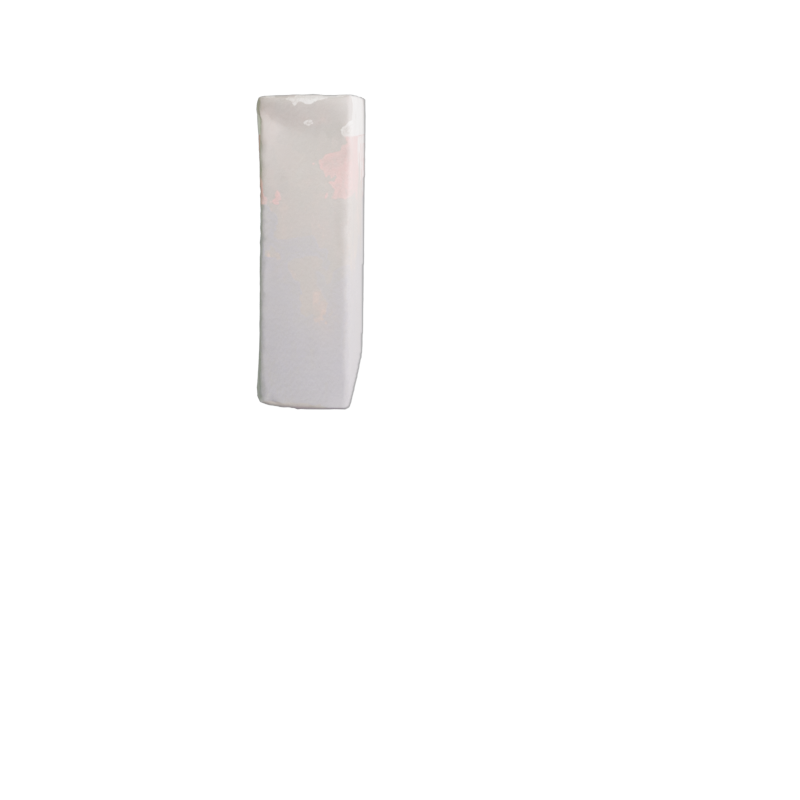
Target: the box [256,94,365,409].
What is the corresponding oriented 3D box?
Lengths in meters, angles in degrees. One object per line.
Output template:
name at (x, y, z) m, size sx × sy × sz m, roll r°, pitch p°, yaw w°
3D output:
box at (-0.064, -0.117, 0.817) m, size 0.072 × 0.210 × 0.167 m, roll 1°, pitch 10°, yaw 2°
